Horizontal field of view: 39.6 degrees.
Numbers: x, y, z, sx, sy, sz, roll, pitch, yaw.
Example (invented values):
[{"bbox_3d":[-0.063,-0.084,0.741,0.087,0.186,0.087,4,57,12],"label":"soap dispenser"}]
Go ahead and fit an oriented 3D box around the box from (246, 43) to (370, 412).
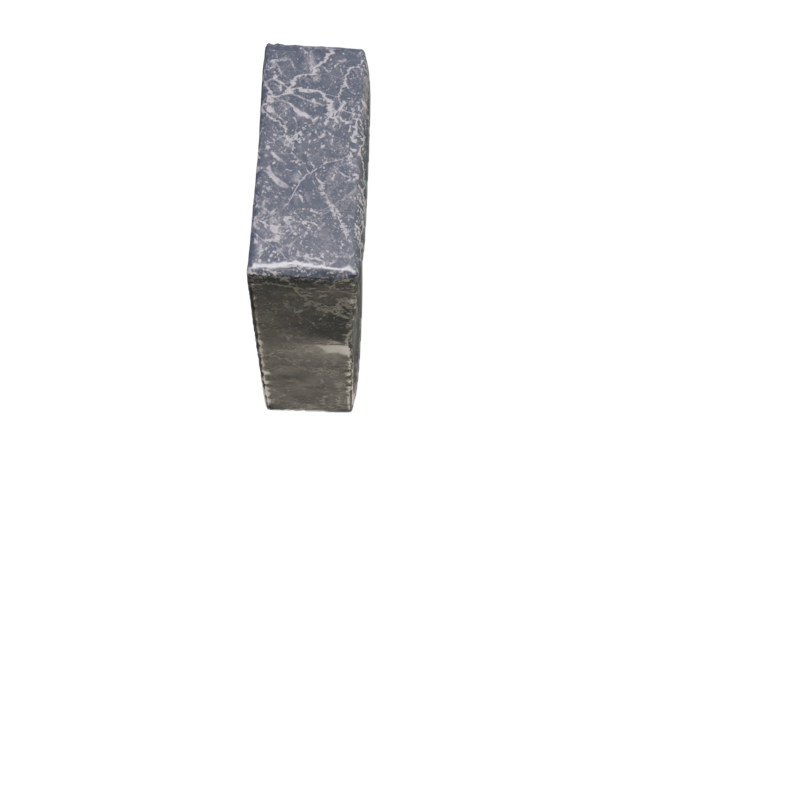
[{"bbox_3d":[-0.058,-0.105,0.738,0.072,0.174,0.202,2,-25,-3],"label":"box"}]
